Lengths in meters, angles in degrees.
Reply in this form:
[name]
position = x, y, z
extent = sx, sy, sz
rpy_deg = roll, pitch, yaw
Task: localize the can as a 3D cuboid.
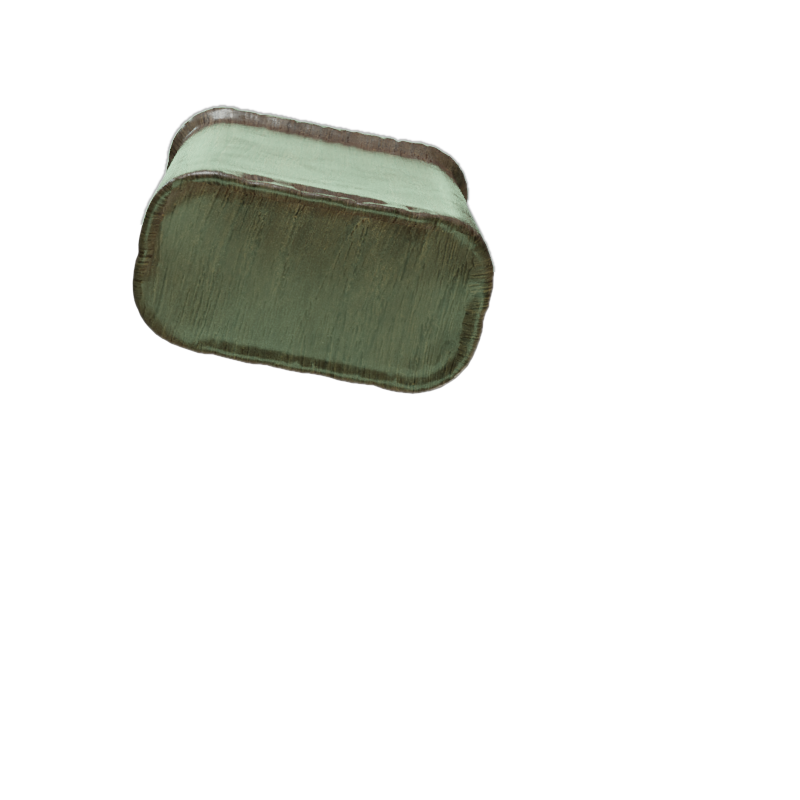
[can]
position = -0.026, -0.048, 0.336
extent = 0.101, 0.055, 0.088
rpy_deg = 10, 21, -5
